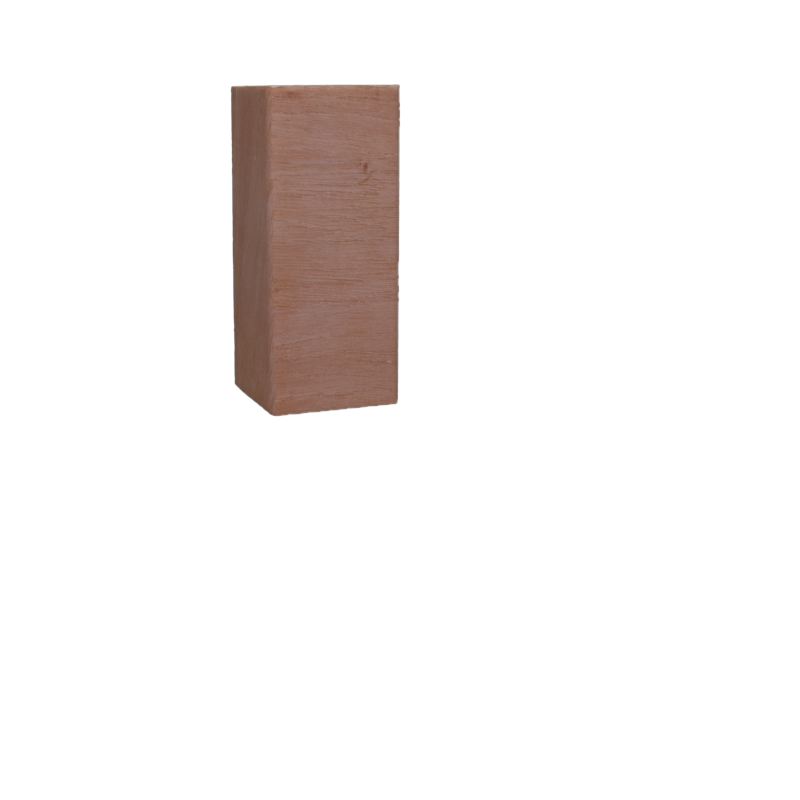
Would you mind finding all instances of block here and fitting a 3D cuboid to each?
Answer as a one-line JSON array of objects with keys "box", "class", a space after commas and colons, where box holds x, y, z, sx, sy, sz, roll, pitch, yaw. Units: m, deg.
[{"box": [-0.057, -0.105, 0.733, 0.088, 0.202, 0.094, -3, 10, -22], "class": "block"}]
